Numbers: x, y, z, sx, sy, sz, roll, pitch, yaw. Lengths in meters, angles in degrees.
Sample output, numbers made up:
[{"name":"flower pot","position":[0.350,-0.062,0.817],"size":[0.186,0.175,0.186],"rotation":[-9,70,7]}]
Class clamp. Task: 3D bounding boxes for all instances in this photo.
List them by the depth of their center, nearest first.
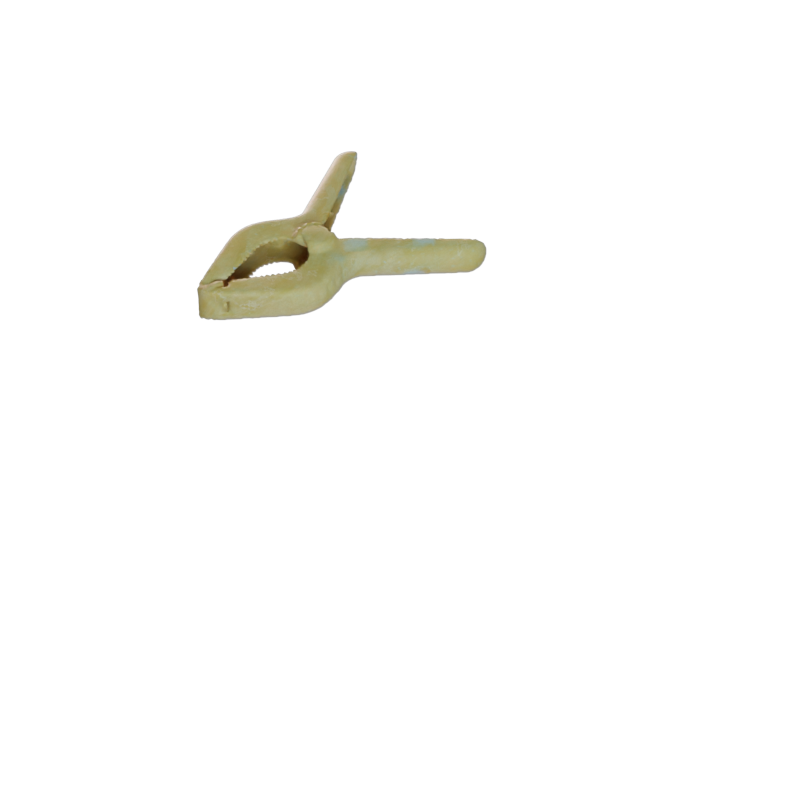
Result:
[{"name":"clamp","position":[-0.065,-0.119,0.832],"size":[0.208,0.034,0.178],"rotation":[-23,47,-23]}]
